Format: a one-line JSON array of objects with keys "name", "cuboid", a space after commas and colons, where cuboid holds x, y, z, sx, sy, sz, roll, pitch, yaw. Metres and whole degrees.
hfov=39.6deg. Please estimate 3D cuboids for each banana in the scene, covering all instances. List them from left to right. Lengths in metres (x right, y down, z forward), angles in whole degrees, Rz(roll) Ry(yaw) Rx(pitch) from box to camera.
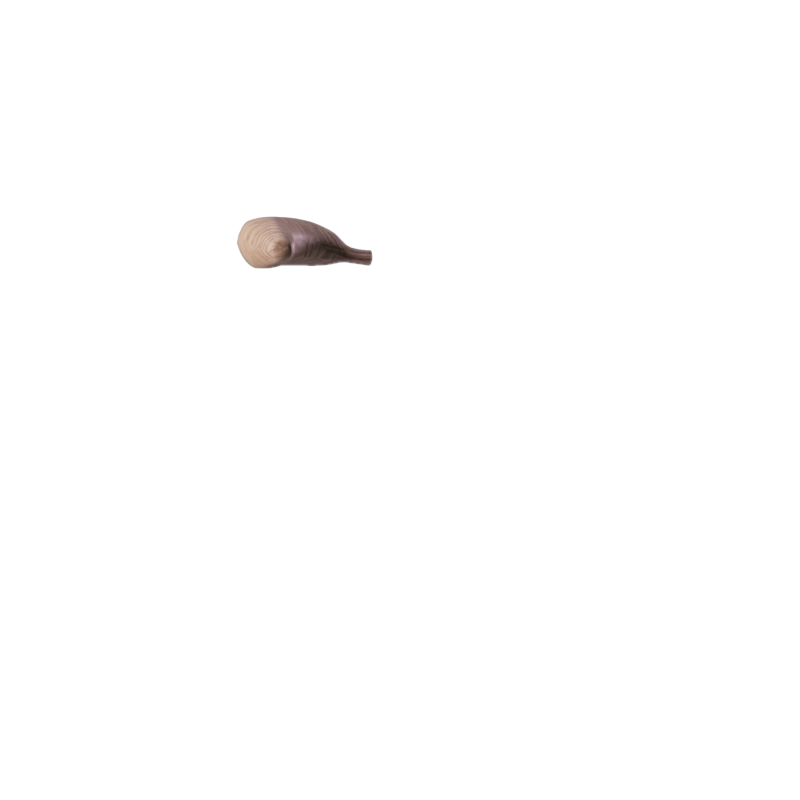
[{"name": "banana", "cuboid": [-0.078, -0.114, 0.796, 0.071, 0.036, 0.195, 2, 8, 16]}]
